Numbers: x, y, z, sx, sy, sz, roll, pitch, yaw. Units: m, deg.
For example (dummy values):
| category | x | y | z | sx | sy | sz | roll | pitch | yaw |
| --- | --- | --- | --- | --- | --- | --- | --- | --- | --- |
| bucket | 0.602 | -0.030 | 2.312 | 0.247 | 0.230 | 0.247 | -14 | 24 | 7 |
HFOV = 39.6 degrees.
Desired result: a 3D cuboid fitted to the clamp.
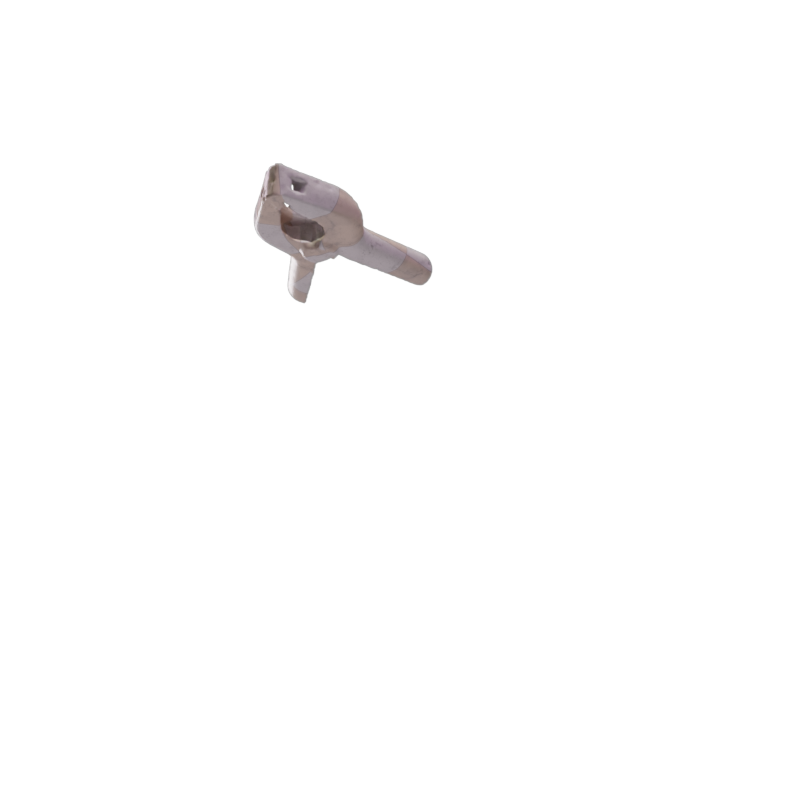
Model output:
| category | x | y | z | sx | sy | sz | roll | pitch | yaw |
| --- | --- | --- | --- | --- | --- | --- | --- | --- | --- |
| clamp | -0.065 | -0.119 | 0.833 | 0.121 | 0.042 | 0.159 | -17 | -33 | 27 |
